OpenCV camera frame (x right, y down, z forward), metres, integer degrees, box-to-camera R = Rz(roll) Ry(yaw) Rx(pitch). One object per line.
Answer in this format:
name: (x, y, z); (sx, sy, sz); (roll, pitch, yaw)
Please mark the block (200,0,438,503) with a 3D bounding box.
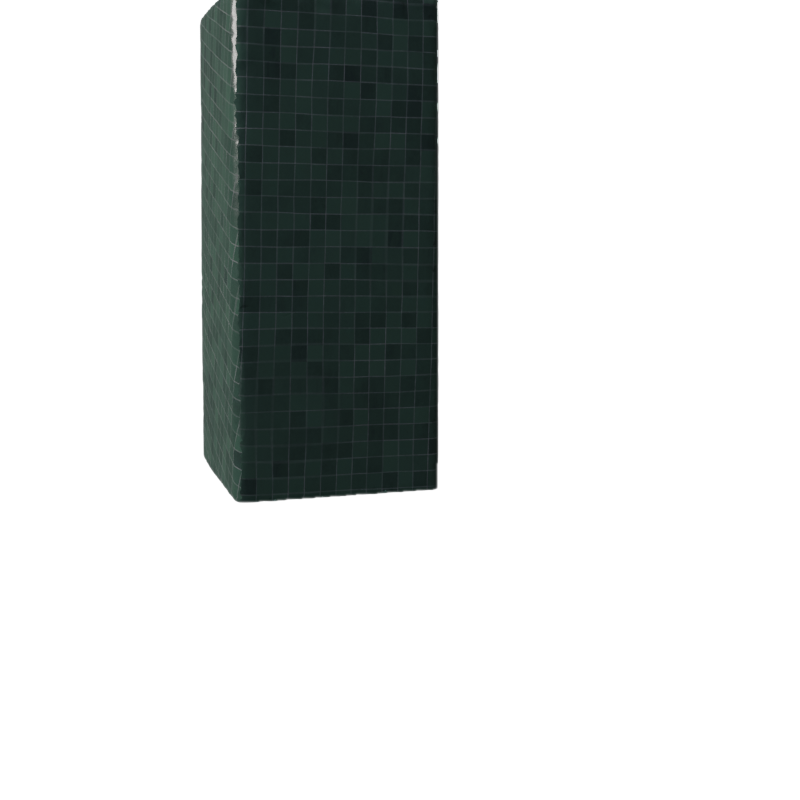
block: (-0.039, -0.070, 0.493); (0.089, 0.205, 0.093); (-1, 4, -17)
